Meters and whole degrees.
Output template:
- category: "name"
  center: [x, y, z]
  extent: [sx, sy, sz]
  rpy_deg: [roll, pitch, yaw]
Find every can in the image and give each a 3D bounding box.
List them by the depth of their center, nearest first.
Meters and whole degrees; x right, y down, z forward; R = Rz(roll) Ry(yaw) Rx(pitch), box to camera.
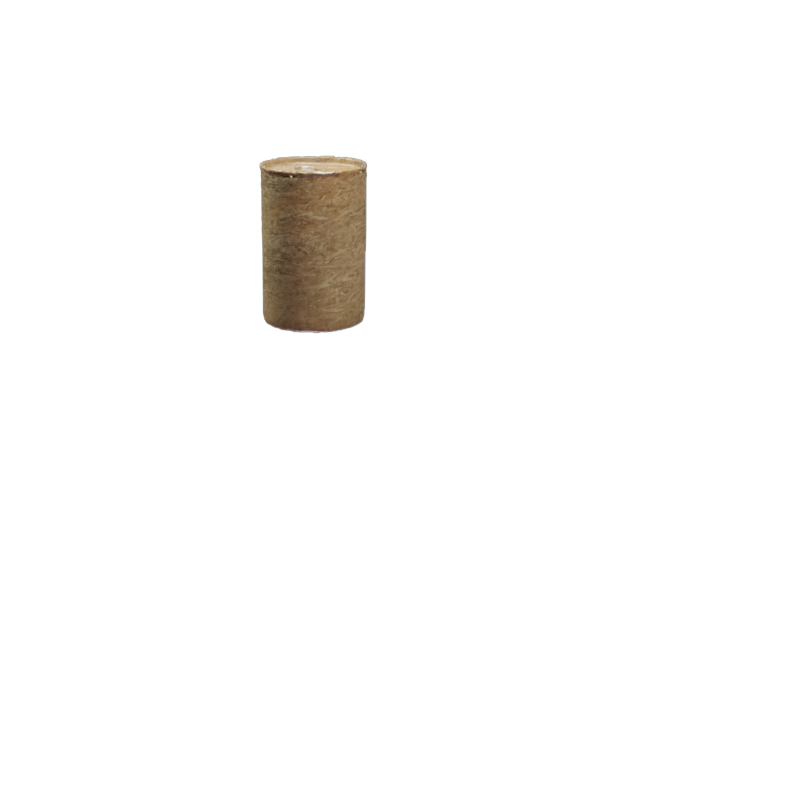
- category: "can"
  center: [-0.055, -0.101, 0.707]
  extent: [0.068, 0.099, 0.071]
  rpy_deg: [0, 16, -2]
